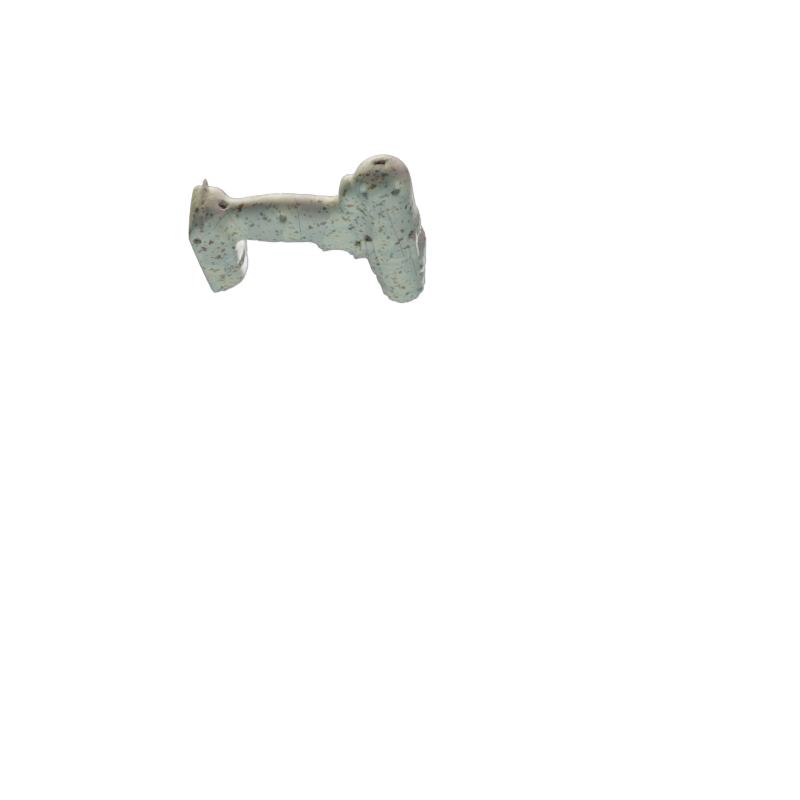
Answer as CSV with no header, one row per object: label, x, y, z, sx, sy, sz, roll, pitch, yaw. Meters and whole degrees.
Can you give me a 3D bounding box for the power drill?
power drill,-0.073,-0.133,0.929,0.189,0.061,0.171,-4,-30,7
